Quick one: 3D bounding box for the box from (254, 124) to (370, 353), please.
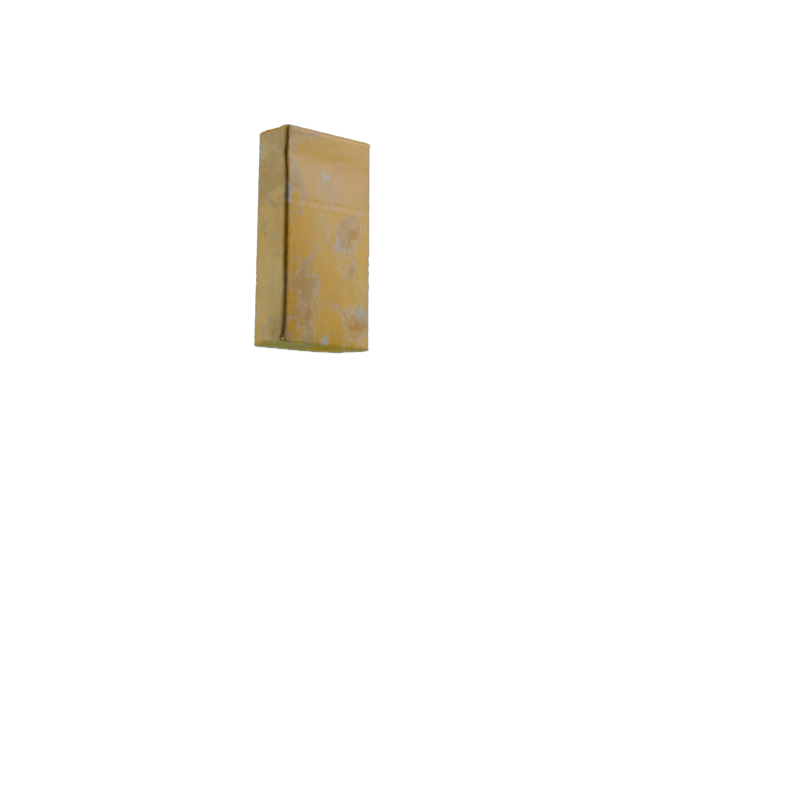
[{"bbox_3d":[-0.071,-0.129,0.906,0.089,0.181,0.049,8,-14,-41],"label":"box"}]
